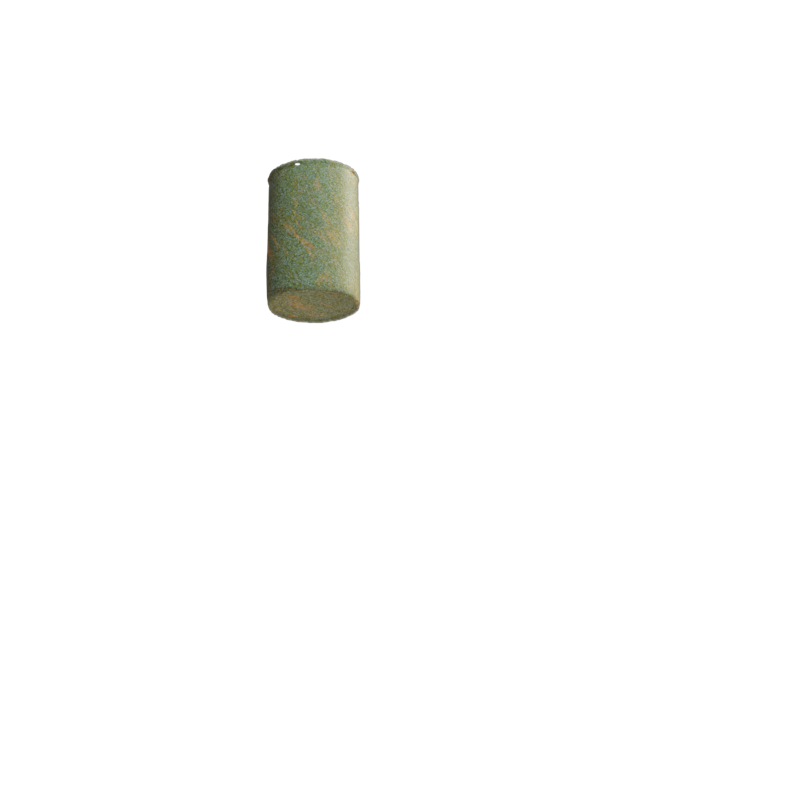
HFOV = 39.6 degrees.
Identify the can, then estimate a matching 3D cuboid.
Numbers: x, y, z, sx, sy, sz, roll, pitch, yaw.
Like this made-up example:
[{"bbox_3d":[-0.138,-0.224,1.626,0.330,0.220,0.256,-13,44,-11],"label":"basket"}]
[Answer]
[{"bbox_3d":[-0.063,-0.114,0.802,0.068,0.108,0.065,0,-22,-2],"label":"can"}]
